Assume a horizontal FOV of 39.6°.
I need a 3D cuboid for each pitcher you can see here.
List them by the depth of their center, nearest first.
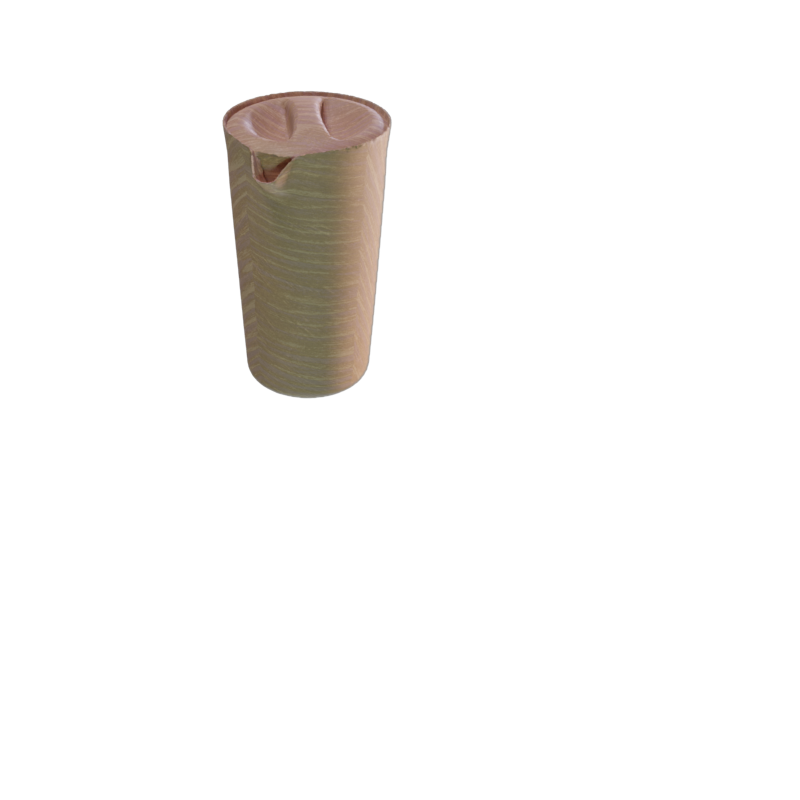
[{"bbox_3d":[-0.073,-0.133,0.934,0.147,0.229,0.156,-13,34,-23],"label":"pitcher"}]
